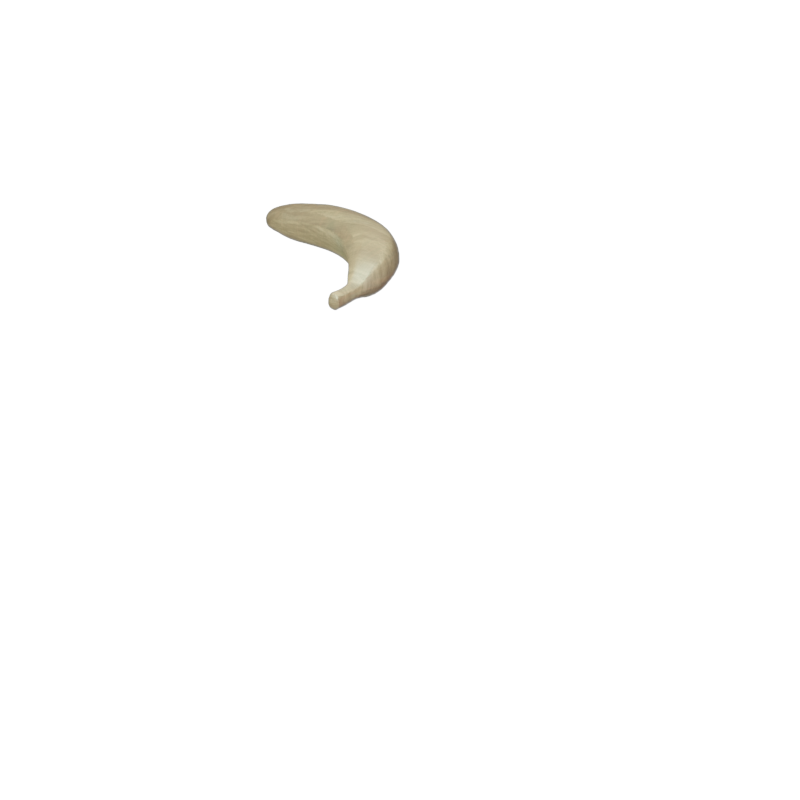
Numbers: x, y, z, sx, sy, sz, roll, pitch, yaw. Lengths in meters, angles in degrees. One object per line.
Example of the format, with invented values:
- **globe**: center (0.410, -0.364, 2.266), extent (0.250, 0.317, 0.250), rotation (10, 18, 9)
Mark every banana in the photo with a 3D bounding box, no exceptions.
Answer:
- **banana**: center (-0.046, -0.118, 0.822), extent (0.068, 0.035, 0.210), rotation (-7, 24, -17)
